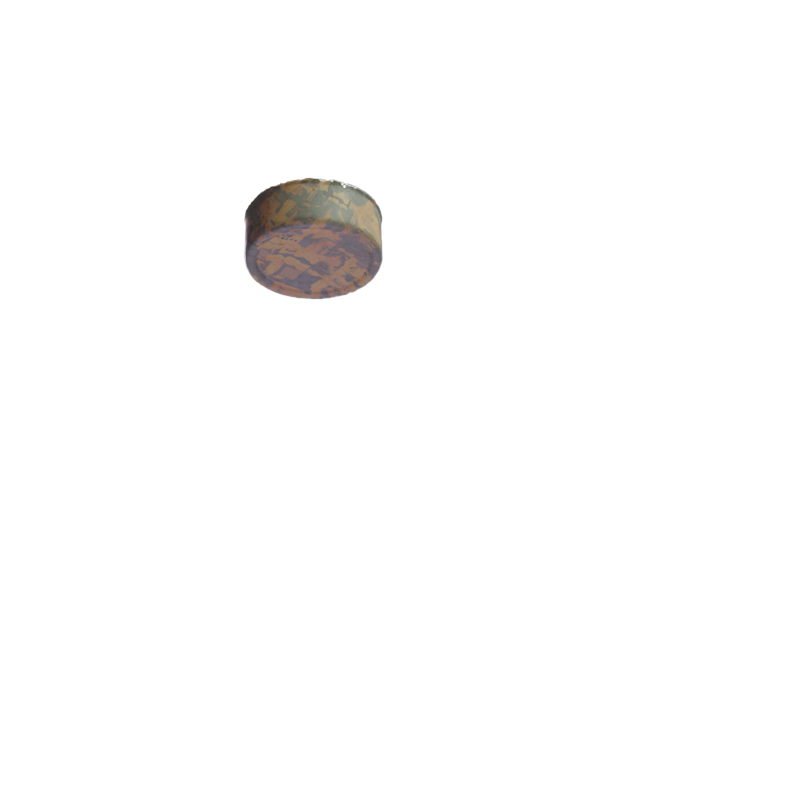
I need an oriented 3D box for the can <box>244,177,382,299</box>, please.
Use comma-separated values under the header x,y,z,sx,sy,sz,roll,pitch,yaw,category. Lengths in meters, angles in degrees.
x,y,z,sx,sy,sz,roll,pitch,yaw,category
-0.053,-0.097,0.682,0.086,0.036,0.081,1,-30,-2,can
